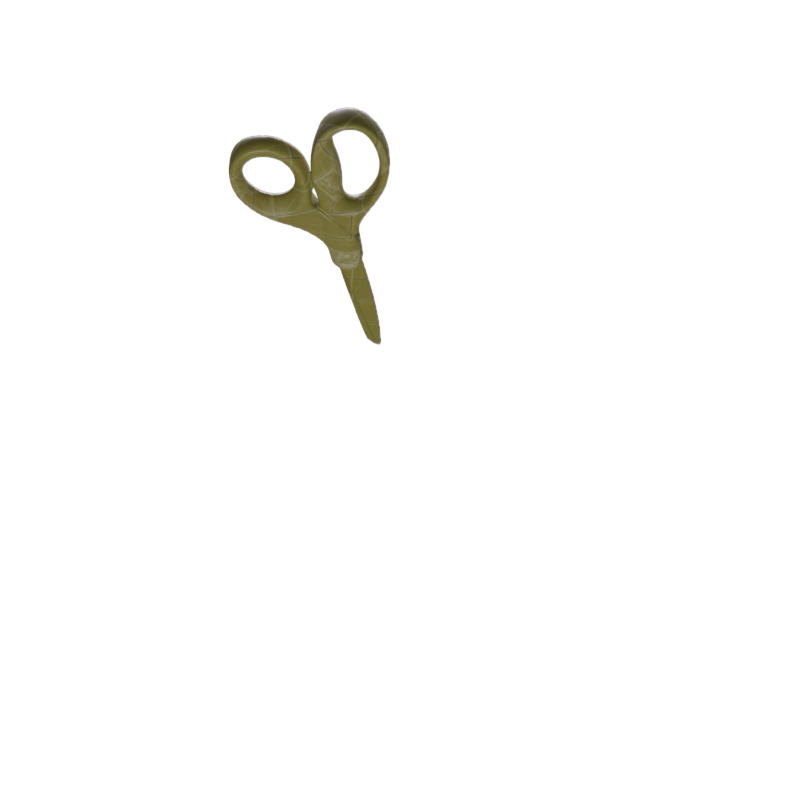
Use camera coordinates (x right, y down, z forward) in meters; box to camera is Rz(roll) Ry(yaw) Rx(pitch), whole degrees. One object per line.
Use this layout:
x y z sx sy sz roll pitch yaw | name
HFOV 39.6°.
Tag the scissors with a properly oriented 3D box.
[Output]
-0.051 -0.092 0.645 0.096 0.017 0.189 3 -36 -4 | scissors
